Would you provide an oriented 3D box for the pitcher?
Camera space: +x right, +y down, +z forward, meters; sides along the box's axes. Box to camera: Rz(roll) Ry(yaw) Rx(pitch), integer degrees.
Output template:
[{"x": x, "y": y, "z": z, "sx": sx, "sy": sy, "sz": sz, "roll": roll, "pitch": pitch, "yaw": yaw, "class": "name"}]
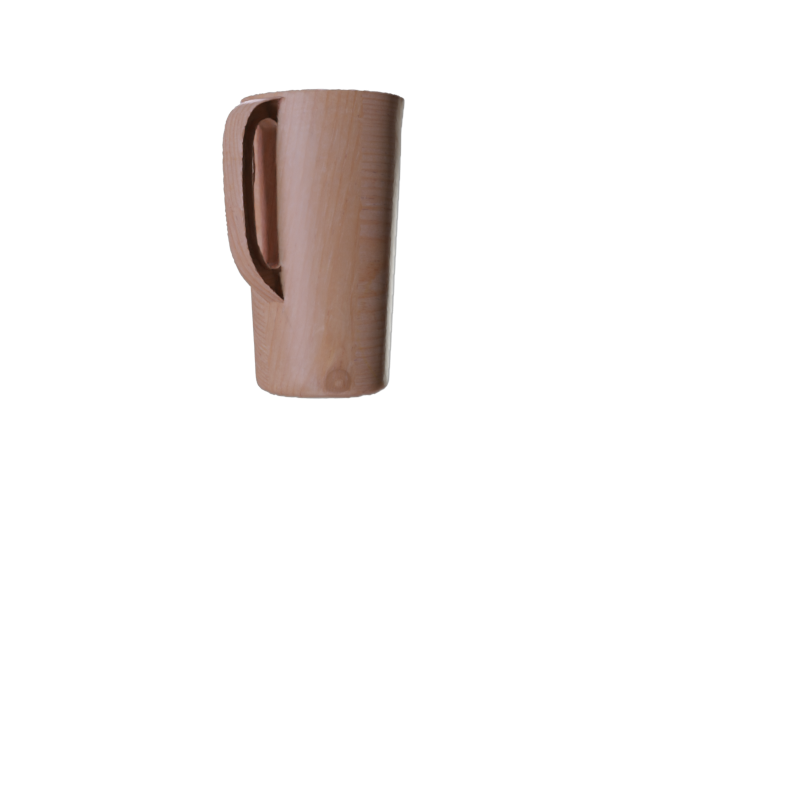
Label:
[{"x": -0.070, "y": -0.127, "z": 0.889, "sx": 0.148, "sy": 0.243, "sz": 0.147, "roll": 0, "pitch": 1, "yaw": -9, "class": "pitcher"}]
